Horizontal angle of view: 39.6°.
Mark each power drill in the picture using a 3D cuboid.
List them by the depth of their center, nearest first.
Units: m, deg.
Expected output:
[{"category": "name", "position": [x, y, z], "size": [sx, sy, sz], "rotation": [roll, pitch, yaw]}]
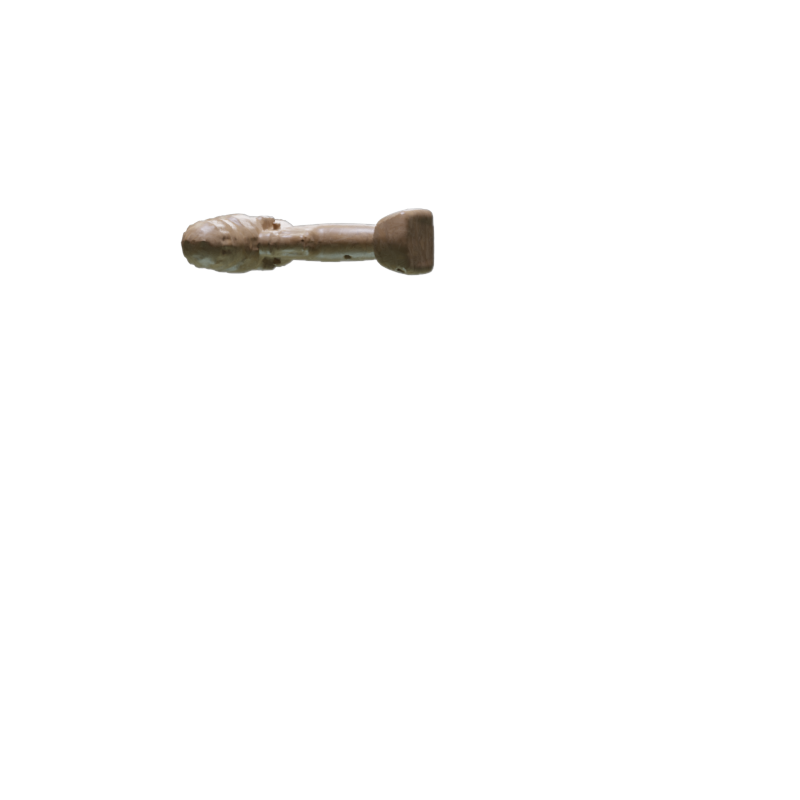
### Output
[{"category": "power drill", "position": [-0.074, -0.136, 0.950], "size": [0.193, 0.057, 0.182], "rotation": [3, 10, 19]}]
